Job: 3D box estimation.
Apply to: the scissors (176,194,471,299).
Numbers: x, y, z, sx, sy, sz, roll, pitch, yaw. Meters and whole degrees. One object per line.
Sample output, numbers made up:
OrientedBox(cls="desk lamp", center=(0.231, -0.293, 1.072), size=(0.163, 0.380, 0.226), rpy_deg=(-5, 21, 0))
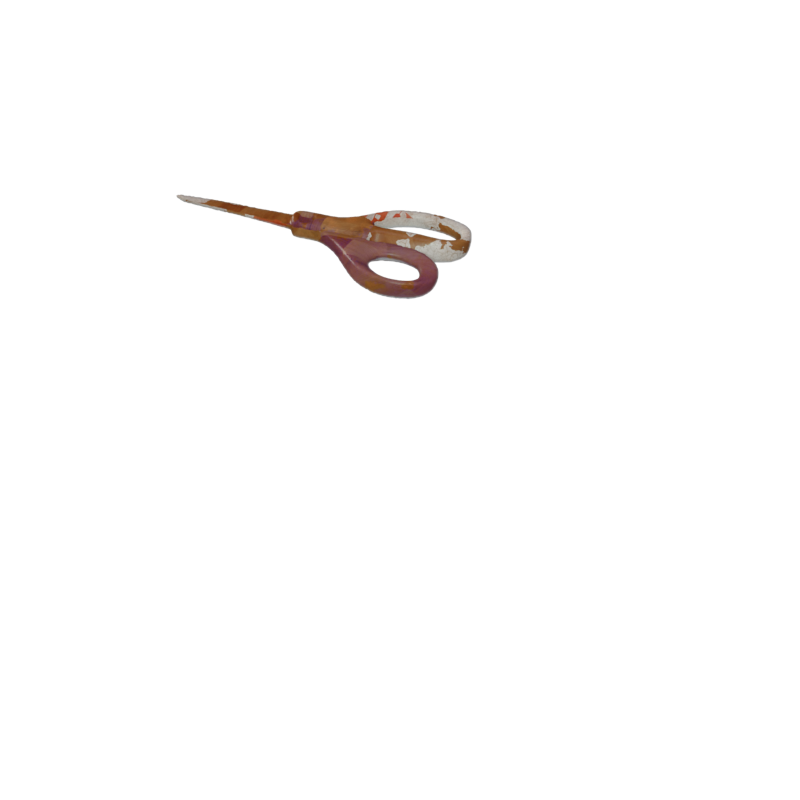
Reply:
OrientedBox(cls="scissors", center=(-0.056, -0.102, 0.715), size=(0.203, 0.015, 0.102), rpy_deg=(4, 38, 6))
